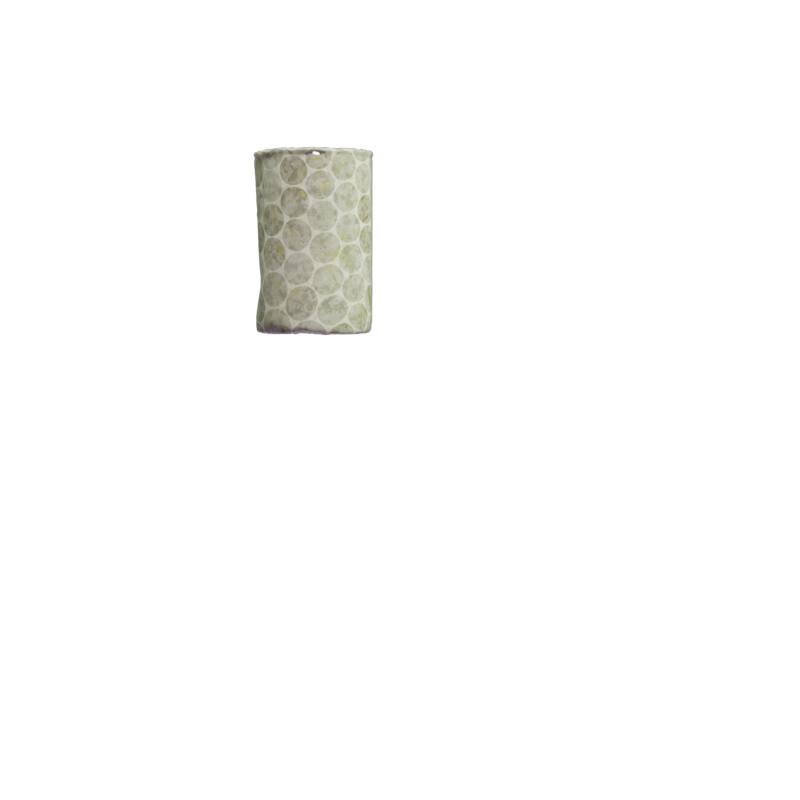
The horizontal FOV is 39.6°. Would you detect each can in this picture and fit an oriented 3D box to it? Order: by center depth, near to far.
[{"bbox_3d":[-0.049,-0.090,0.629,0.068,0.102,0.069,0,1,-2],"label":"can"}]
